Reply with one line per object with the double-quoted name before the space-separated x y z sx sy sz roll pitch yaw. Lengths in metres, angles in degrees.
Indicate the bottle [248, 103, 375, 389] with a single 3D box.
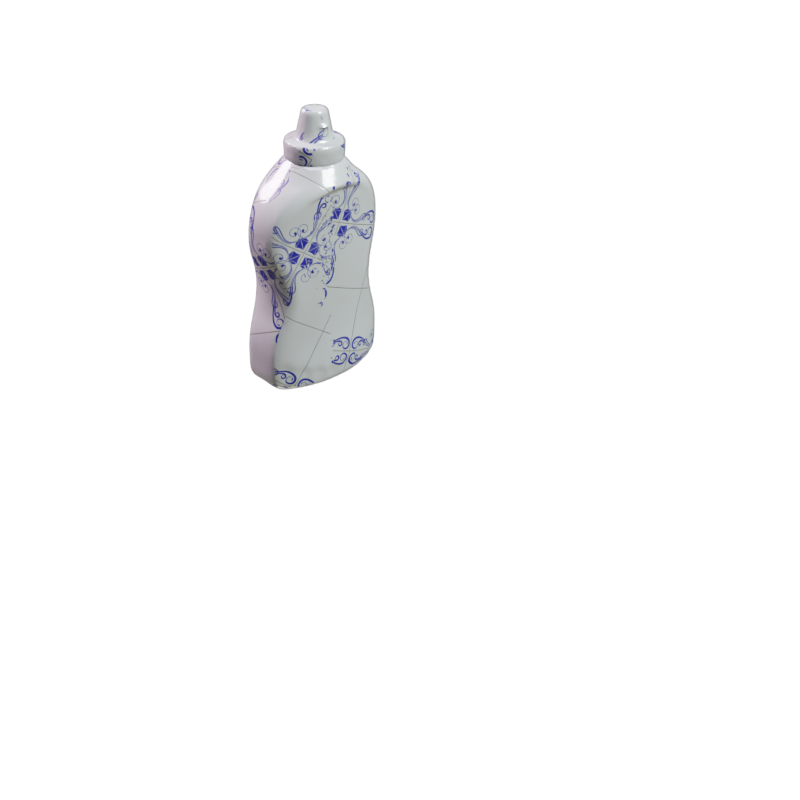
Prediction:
"bottle" -0.059 -0.108 0.755 0.095 0.181 0.062 -21 35 -37
